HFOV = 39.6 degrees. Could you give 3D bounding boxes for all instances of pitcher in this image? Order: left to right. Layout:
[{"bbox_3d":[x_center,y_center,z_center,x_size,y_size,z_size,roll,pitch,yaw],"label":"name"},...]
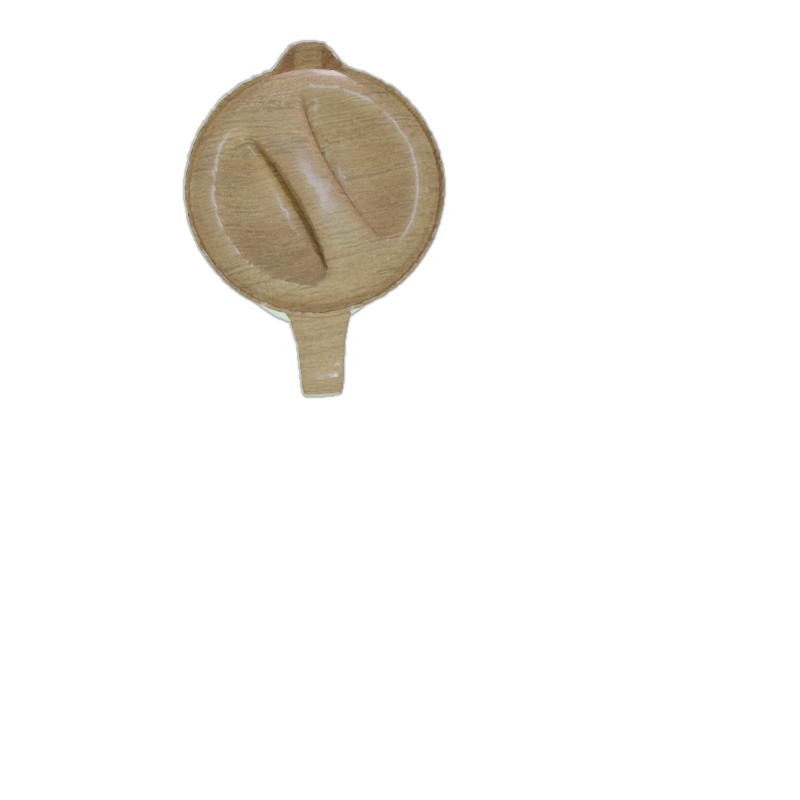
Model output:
[{"bbox_3d":[-0.053,-0.096,0.675,0.146,0.150,0.240,41,-5,0],"label":"pitcher"}]
